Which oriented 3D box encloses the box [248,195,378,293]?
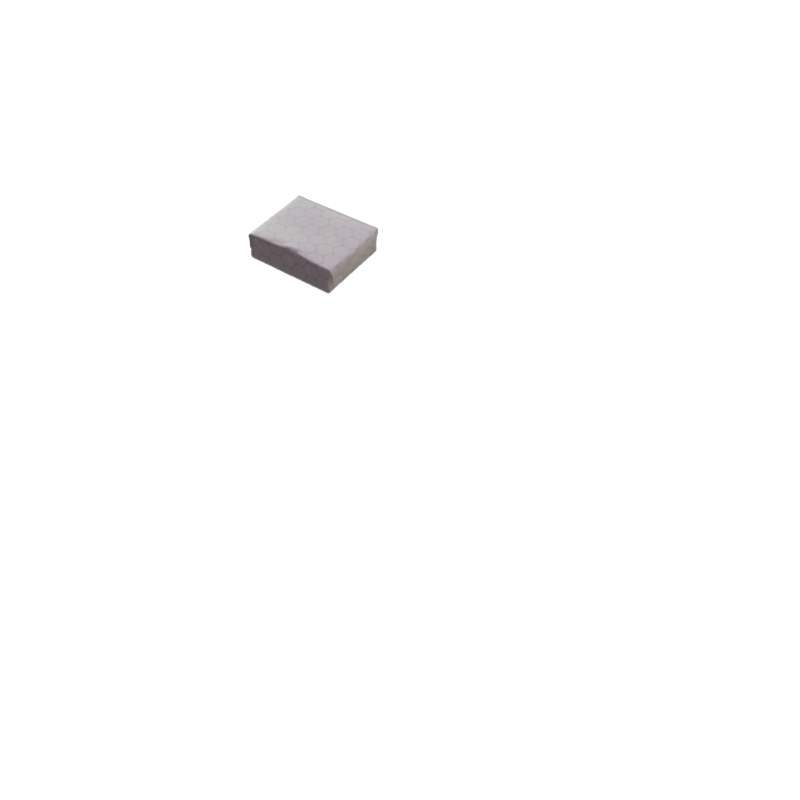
[{"bbox_3d":[-0.076,-0.139,0.971,0.094,0.028,0.074,26,48,25],"label":"box"}]
